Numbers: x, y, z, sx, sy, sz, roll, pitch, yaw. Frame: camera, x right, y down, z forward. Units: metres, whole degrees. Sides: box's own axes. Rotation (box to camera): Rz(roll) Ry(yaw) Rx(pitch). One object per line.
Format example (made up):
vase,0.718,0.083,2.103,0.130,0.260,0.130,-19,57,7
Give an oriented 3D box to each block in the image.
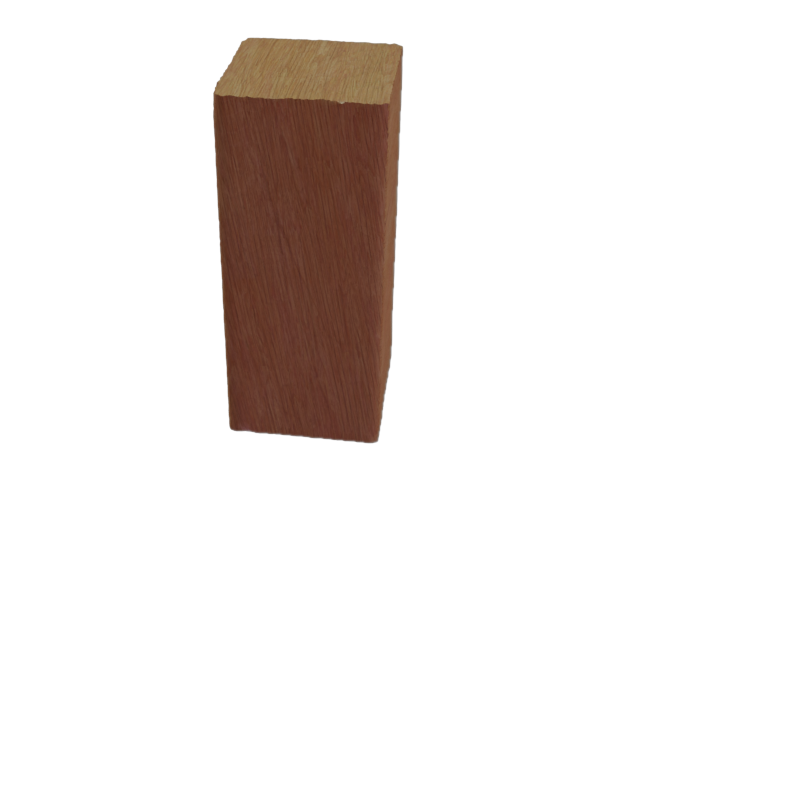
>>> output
block,-0.049,-0.089,0.620,0.091,0.194,0.096,5,32,4
